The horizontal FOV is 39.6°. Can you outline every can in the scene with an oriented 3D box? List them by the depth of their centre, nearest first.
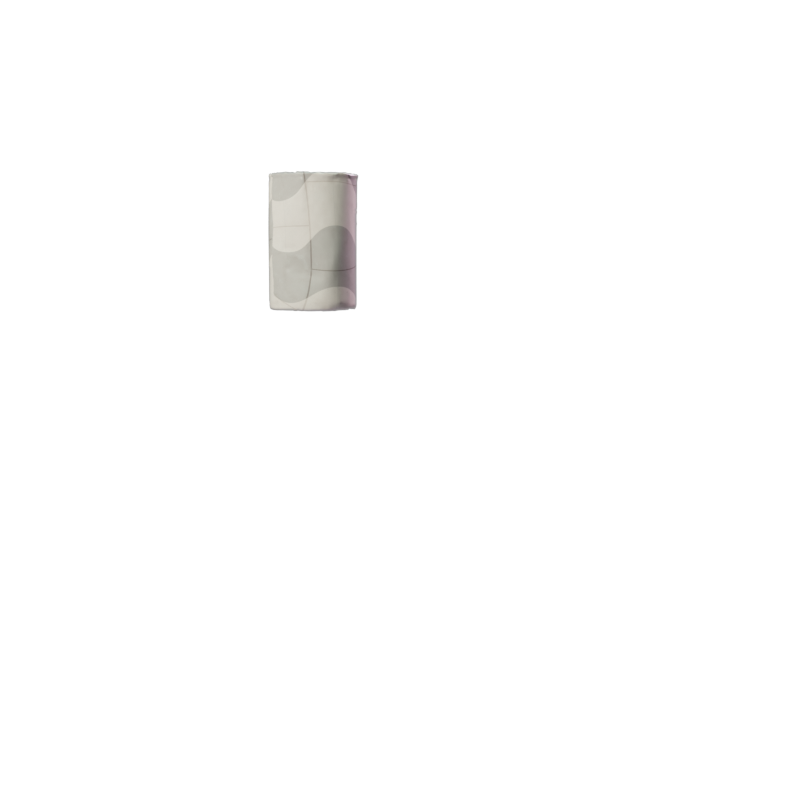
[{"bbox_3d":[-0.066,-0.119,0.837,0.068,0.102,0.069,0,2,-2],"label":"can"}]
